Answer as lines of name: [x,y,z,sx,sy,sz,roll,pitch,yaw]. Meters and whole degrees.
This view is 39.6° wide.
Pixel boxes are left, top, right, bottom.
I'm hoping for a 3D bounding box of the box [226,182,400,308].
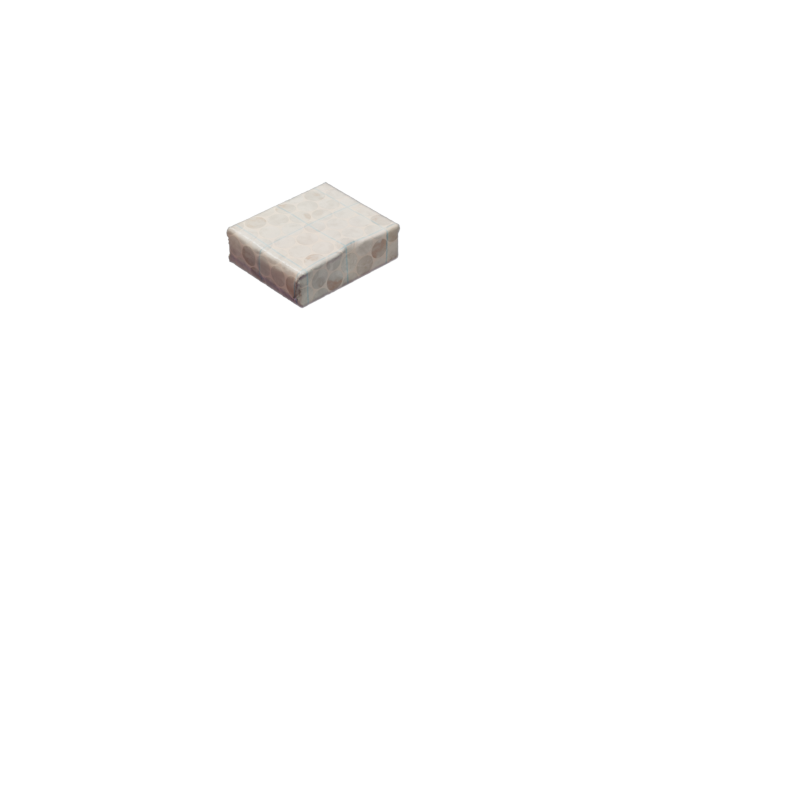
box: [-0.057,-0.103,0.721,0.089,0.028,0.078,-30,48,-33]
